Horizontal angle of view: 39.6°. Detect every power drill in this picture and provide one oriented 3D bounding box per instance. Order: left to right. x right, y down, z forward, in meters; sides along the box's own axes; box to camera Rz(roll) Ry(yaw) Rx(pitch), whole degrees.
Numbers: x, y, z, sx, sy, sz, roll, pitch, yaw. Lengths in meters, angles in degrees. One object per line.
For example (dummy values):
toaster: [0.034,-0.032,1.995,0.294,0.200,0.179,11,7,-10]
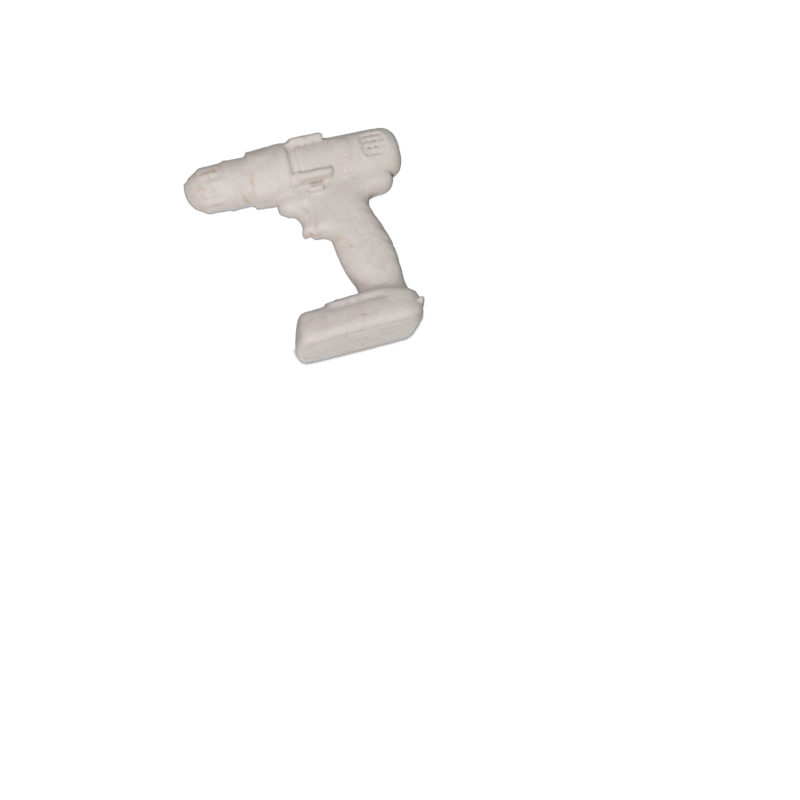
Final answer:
power drill: [-0.071,-0.129,0.901,0.183,0.199,0.054,-14,-22,-6]
